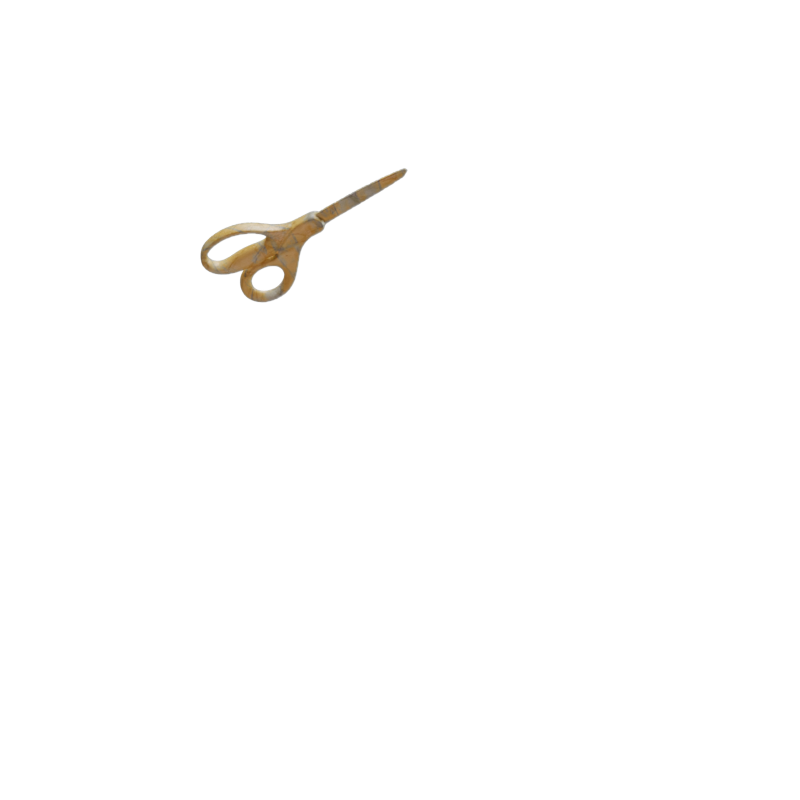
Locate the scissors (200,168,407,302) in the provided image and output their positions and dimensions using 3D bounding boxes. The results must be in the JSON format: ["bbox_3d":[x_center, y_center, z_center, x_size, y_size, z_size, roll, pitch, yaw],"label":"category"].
[{"bbox_3d":[-0.076,-0.139,0.974,0.203,0.017,0.089,-14,-48,13],"label":"scissors"}]
